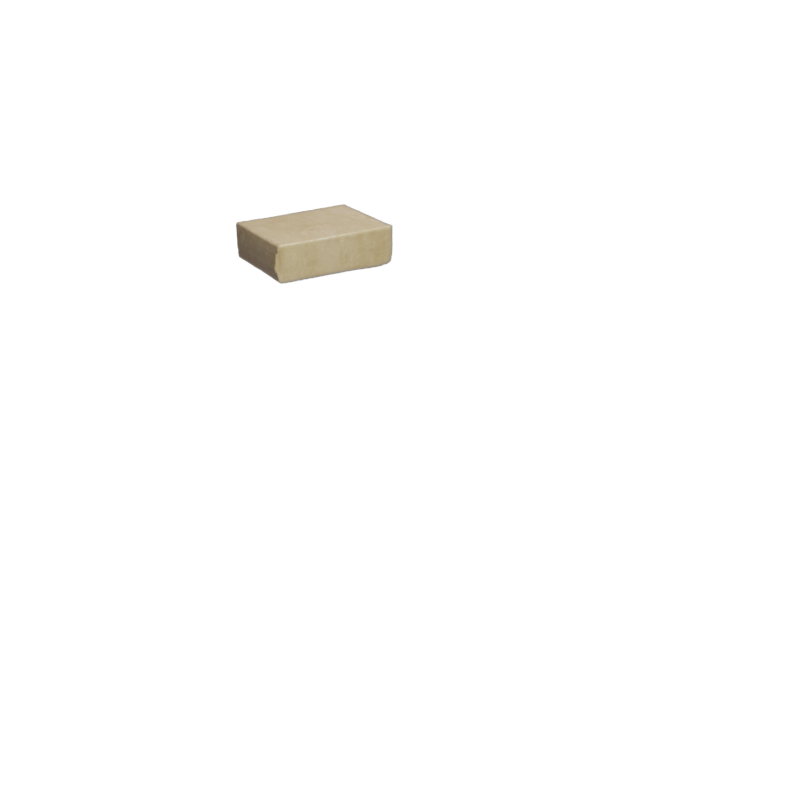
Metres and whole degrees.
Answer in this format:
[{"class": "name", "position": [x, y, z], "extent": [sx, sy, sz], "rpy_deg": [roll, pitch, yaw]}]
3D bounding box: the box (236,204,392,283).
[{"class": "box", "position": [-0.076, -0.139, 0.974], "extent": [0.111, 0.037, 0.096], "rpy_deg": [-12, 26, -27]}]
